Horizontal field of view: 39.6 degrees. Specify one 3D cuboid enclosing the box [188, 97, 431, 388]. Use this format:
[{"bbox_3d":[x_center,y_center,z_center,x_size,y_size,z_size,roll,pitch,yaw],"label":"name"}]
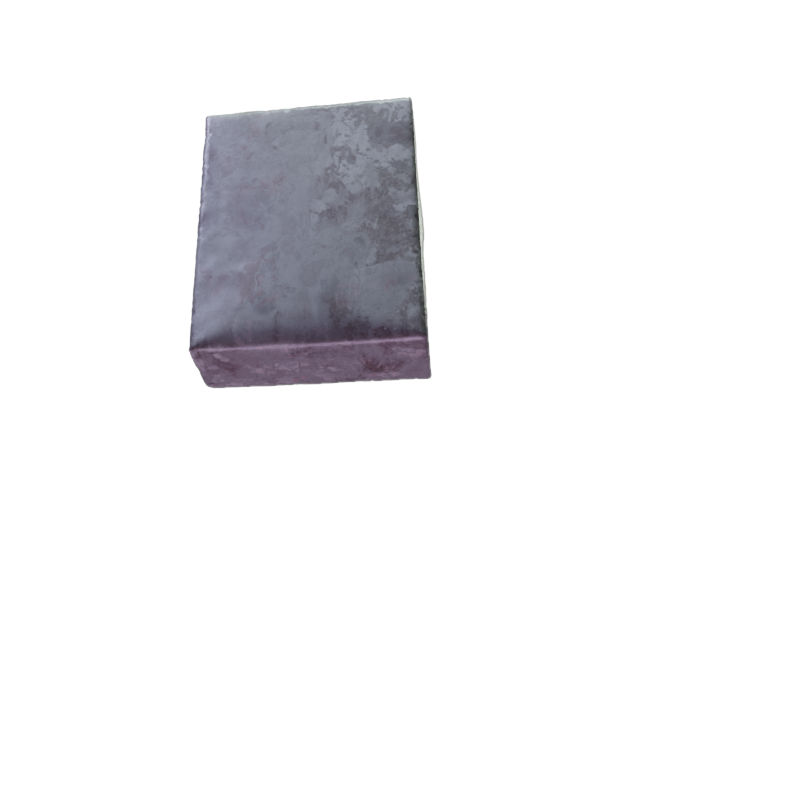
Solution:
[{"bbox_3d":[-0.065,-0.118,0.825,0.165,0.228,0.067,-5,-33,5],"label":"box"}]
